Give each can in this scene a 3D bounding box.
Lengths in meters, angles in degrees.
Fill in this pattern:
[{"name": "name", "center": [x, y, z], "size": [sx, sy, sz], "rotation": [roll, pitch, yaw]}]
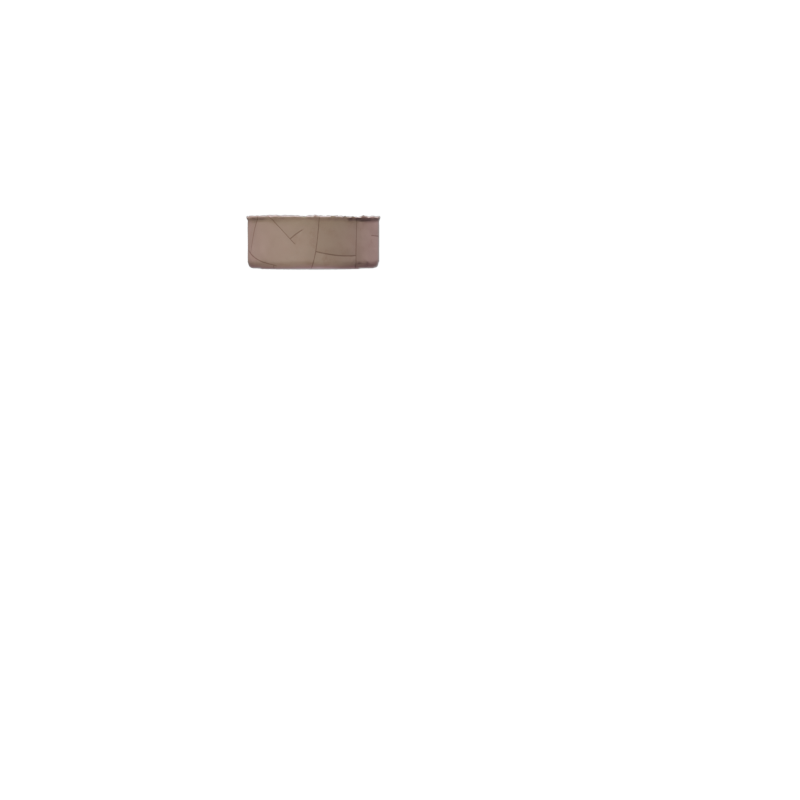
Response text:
[{"name": "can", "center": [-0.056, -0.101, 0.710], "size": [0.086, 0.033, 0.087], "rotation": [0, 8, -2]}]
